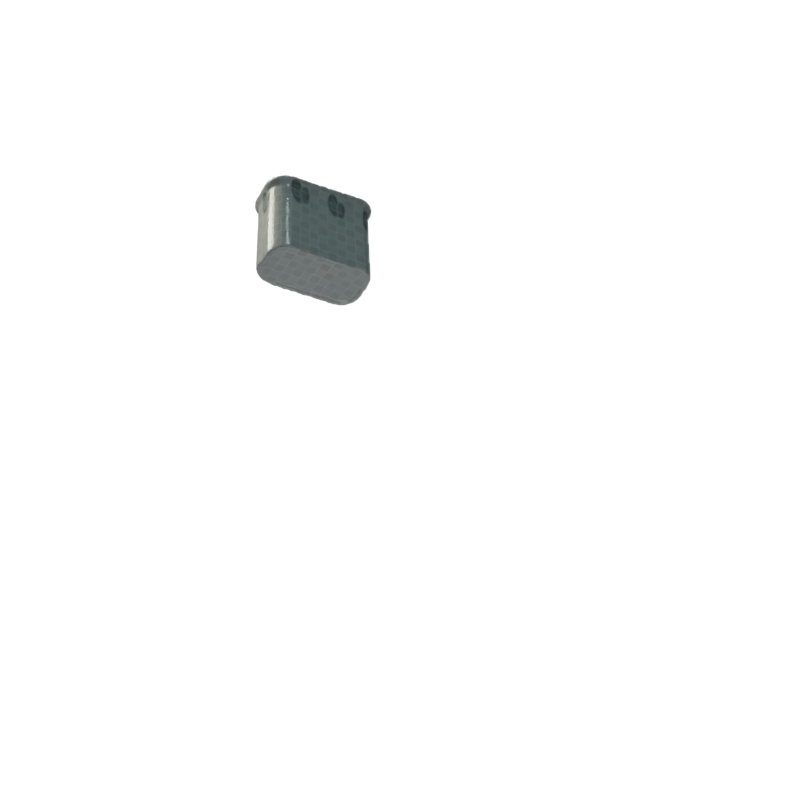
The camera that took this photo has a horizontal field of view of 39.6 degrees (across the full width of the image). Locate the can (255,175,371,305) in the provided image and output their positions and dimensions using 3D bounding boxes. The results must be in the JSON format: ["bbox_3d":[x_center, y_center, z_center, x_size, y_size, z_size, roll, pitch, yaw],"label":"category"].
[{"bbox_3d":[-0.076,-0.138,0.965,0.098,0.090,0.055,16,-43,-20],"label":"can"}]
